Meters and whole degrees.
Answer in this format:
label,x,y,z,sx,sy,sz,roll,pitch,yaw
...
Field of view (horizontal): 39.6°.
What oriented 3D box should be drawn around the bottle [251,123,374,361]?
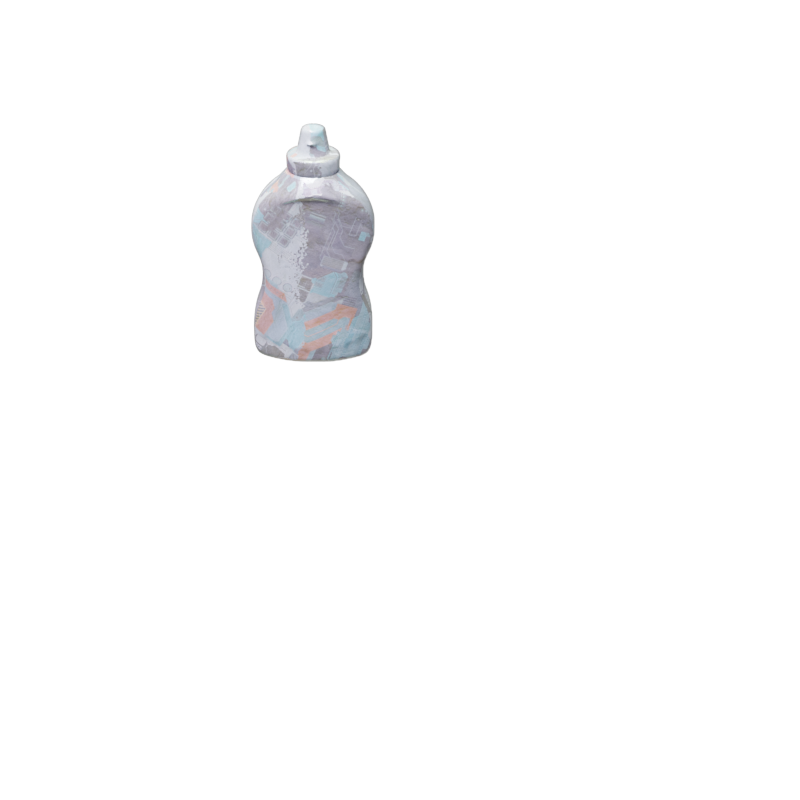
label,x,y,z,sx,sy,sz,roll,pitch,yaw
bottle,-0.068,-0.124,0.872,0.096,0.181,0.062,2,27,1
